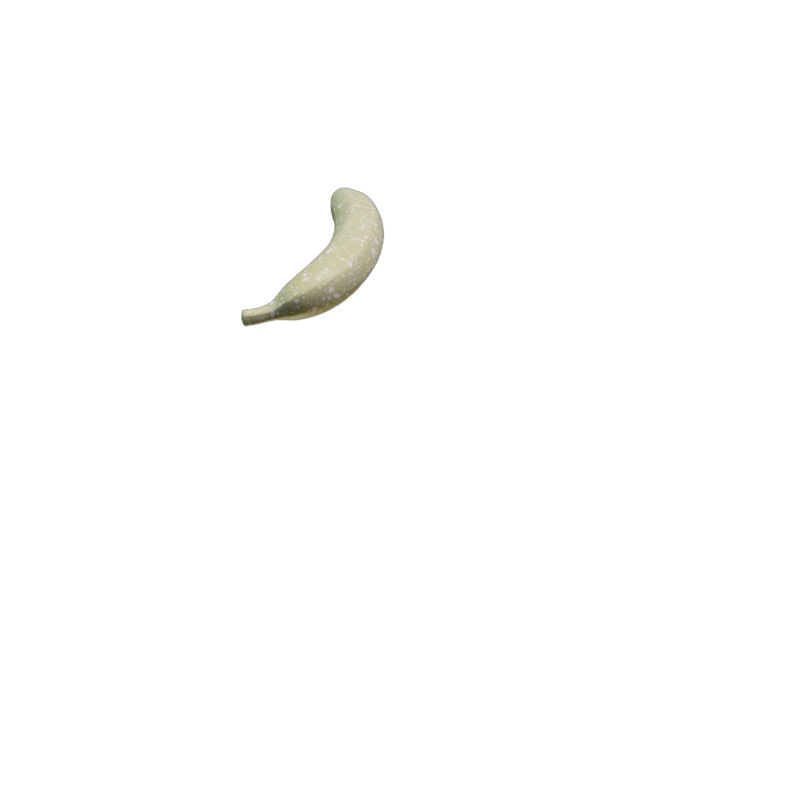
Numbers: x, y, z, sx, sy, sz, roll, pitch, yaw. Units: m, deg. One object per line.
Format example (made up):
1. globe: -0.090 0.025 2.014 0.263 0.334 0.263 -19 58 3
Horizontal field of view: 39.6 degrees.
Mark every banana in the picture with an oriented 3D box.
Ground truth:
1. banana: -0.047 -0.110 0.807 0.071 0.034 0.205 10 35 14
